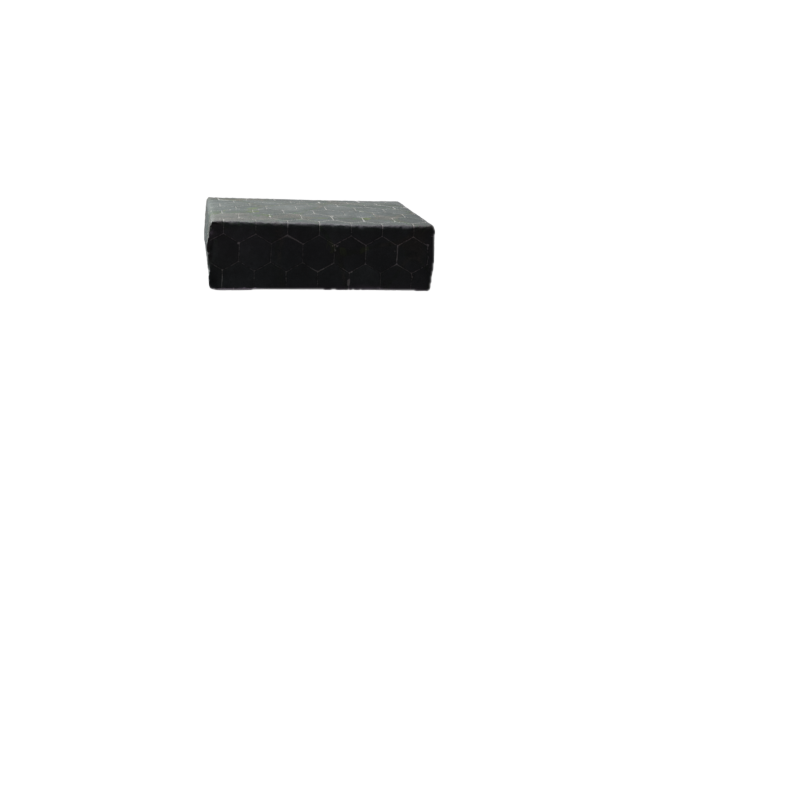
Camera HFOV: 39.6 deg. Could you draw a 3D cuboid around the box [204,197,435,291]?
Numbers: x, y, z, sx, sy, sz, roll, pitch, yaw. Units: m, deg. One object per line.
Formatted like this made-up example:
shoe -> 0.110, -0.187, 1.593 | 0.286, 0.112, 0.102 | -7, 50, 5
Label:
box -> -0.045, -0.083, 0.581 | 0.112, 0.038, 0.093 | -2, 15, -8
